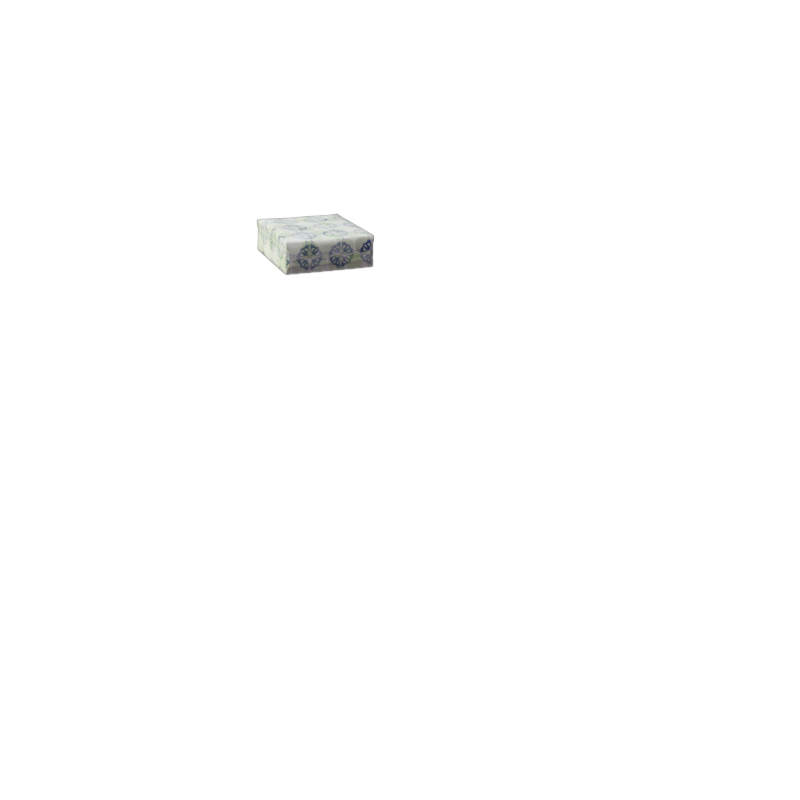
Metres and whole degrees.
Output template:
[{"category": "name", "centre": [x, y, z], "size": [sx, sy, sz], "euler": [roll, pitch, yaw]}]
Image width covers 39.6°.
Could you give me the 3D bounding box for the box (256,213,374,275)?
[{"category": "box", "centre": [-0.070, -0.128, 0.895], "size": [0.072, 0.029, 0.095], "euler": [-7, 21, -18]}]
